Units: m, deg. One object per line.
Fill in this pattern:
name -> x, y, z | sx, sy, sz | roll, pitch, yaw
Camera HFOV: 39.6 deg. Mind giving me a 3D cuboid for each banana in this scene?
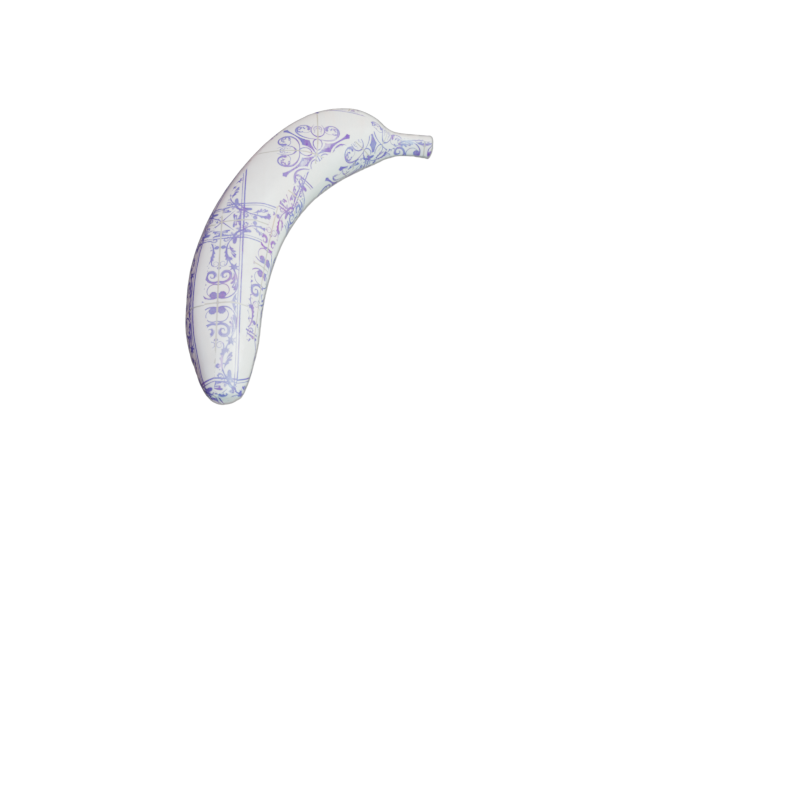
banana -> -0.055, -0.085, 0.531 | 0.072, 0.204, 0.034 | 23, -35, 16
